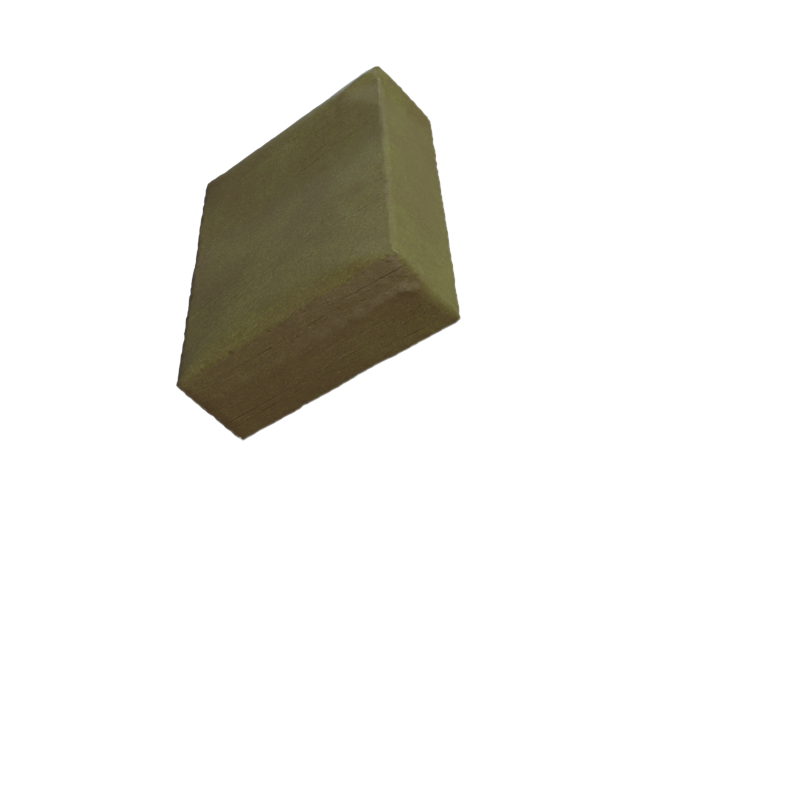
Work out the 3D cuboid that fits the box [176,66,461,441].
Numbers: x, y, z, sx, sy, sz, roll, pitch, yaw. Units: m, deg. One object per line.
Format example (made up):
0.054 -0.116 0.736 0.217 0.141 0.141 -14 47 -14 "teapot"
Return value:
-0.056 -0.102 0.717 0.164 0.229 0.067 -30 -52 22 "box"
